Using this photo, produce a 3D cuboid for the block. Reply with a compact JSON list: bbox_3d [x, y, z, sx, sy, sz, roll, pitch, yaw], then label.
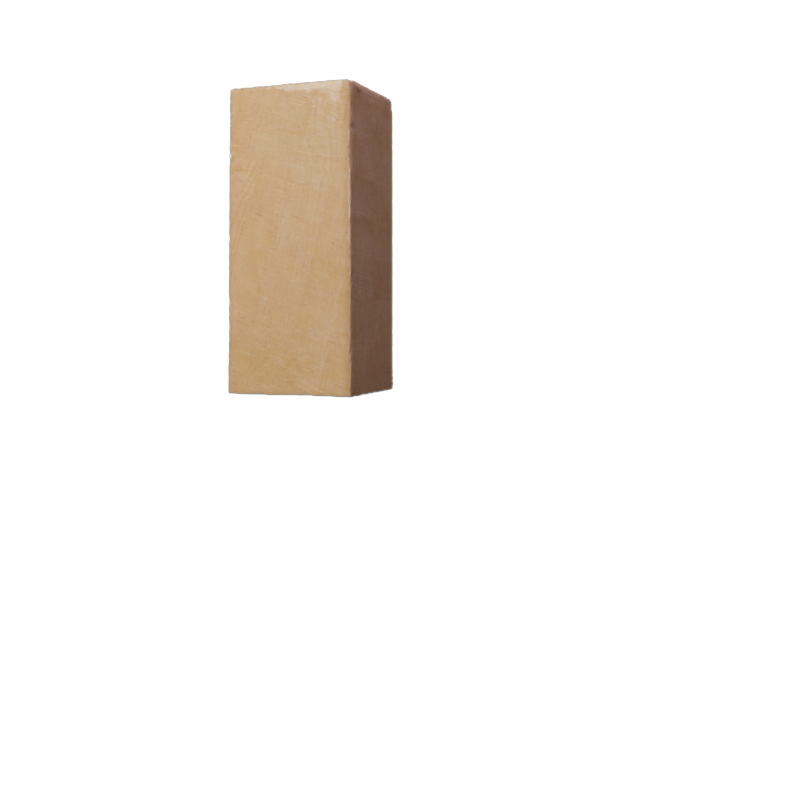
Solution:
[{"bbox_3d":[-0.060,-0.110,0.768,0.092,0.208,0.088,-1,-3,21],"label":"block"}]
